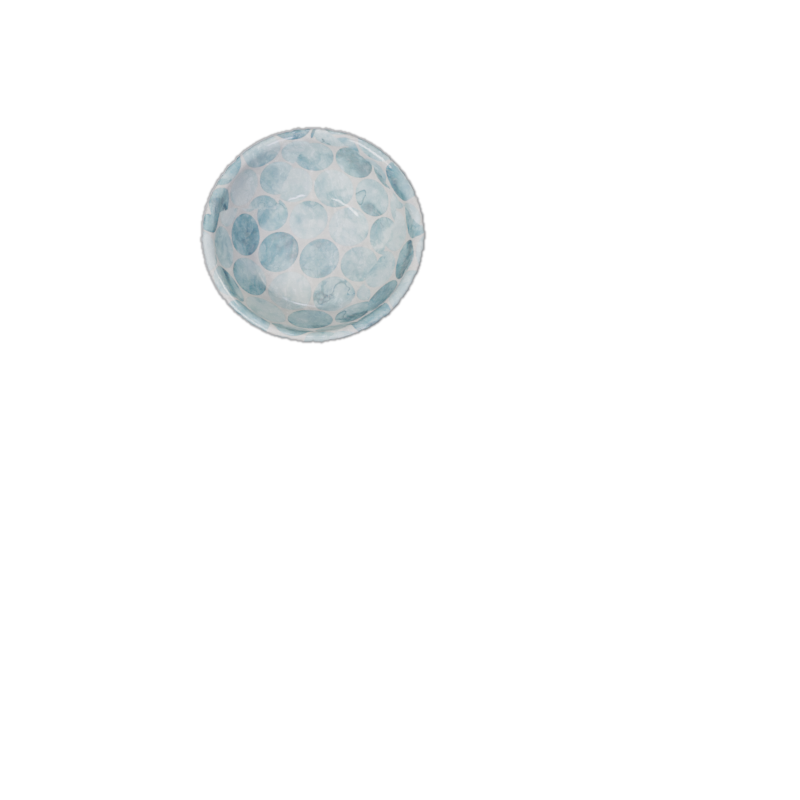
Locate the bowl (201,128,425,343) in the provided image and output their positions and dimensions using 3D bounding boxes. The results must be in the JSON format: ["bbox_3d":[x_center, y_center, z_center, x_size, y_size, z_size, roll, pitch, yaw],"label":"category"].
[{"bbox_3d":[-0.065,-0.118,0.825,0.162,0.168,0.053,0,-15,-1],"label":"bowl"}]
